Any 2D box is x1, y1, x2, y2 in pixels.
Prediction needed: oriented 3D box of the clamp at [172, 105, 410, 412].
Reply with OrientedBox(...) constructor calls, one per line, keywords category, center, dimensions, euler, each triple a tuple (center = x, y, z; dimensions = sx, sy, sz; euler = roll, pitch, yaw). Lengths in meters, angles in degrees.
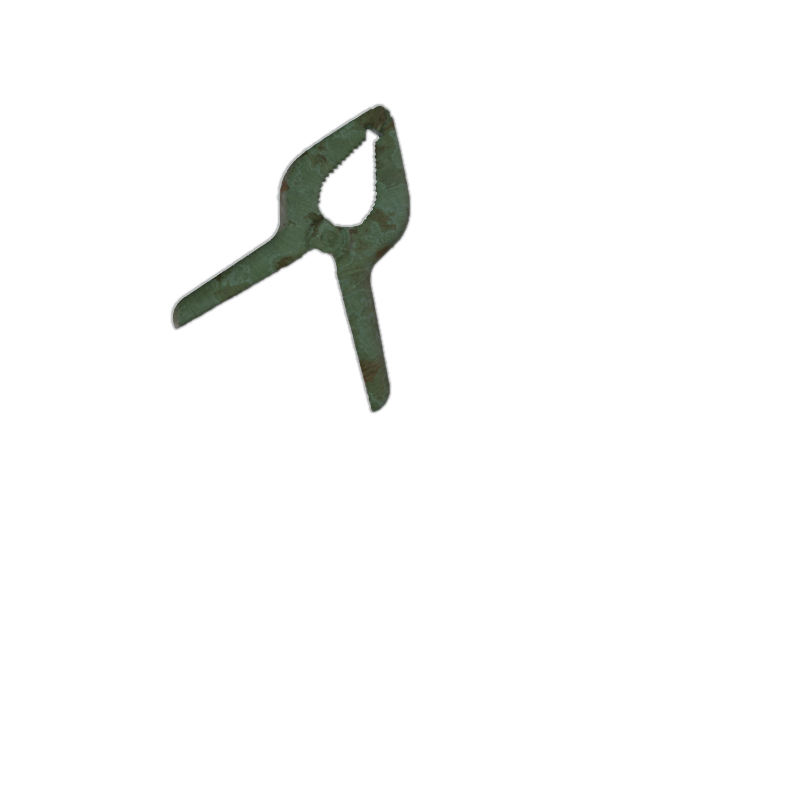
OrientedBox(category="clamp", center=(-0.062, -0.113, 0.789), dimensions=(0.164, 0.210, 0.036), euler=(16, 0, 0))
